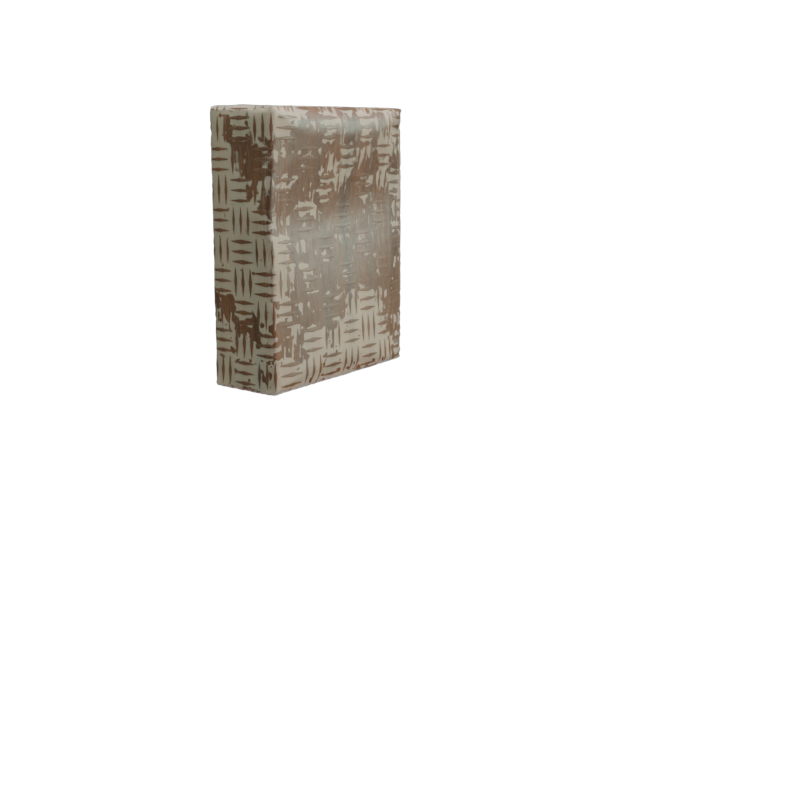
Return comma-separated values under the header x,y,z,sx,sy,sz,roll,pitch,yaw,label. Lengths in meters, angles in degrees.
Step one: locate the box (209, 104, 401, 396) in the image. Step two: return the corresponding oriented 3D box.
x,y,z,sx,sy,sz,roll,pitch,yaw,label
-0.069,-0.125,0.877,0.075,0.210,0.160,6,11,37,box
